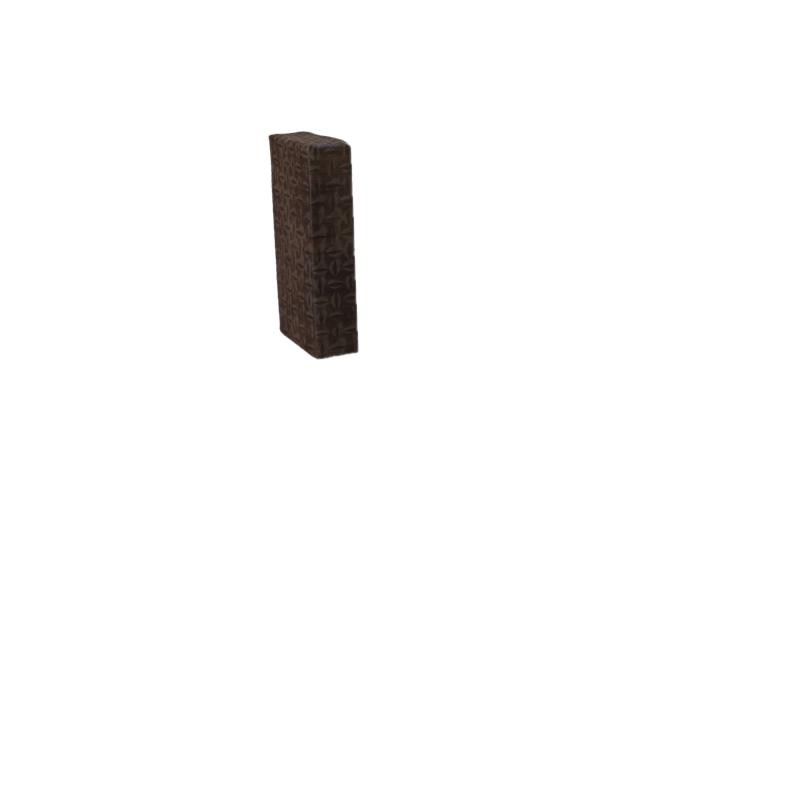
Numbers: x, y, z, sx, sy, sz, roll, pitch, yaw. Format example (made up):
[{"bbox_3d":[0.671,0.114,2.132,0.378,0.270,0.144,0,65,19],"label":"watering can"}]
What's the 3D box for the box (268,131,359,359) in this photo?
[{"bbox_3d":[-0.072,-0.132,0.928,0.047,0.171,0.099,-5,16,-25],"label":"box"}]
